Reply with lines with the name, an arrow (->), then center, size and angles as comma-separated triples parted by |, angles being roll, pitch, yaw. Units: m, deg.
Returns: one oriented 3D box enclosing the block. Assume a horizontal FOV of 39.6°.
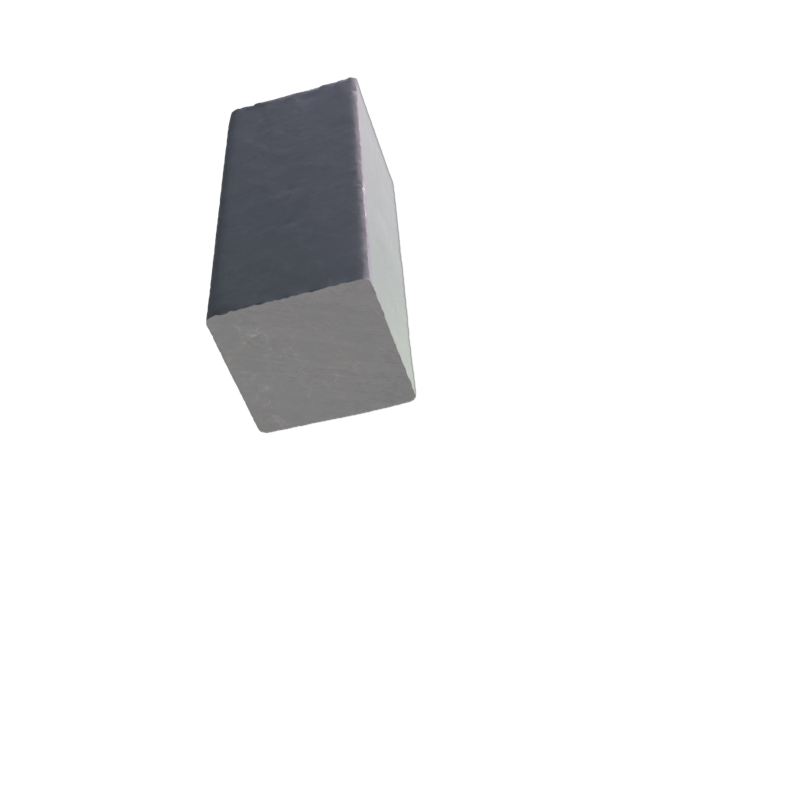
block -> -0.052, -0.093, 0.653 | 0.091, 0.084, 0.221 | -14, 41, 9
